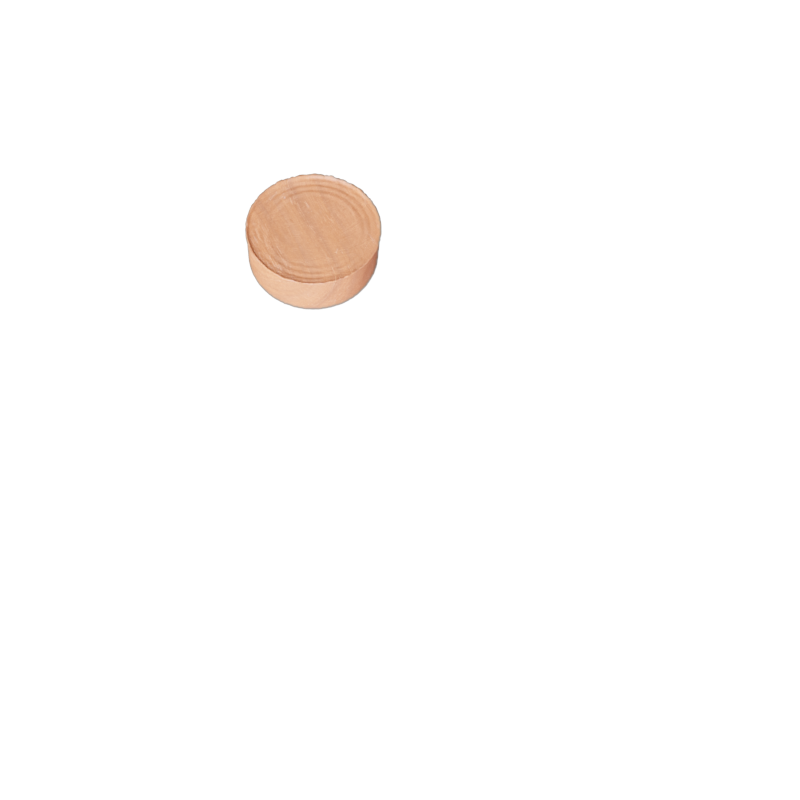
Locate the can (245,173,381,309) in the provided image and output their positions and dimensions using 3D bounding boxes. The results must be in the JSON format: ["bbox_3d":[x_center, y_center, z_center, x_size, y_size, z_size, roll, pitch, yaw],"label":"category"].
[{"bbox_3d":[-0.055,-0.101,0.708,0.086,0.092,0.031,-1,-32,-1],"label":"can"}]
